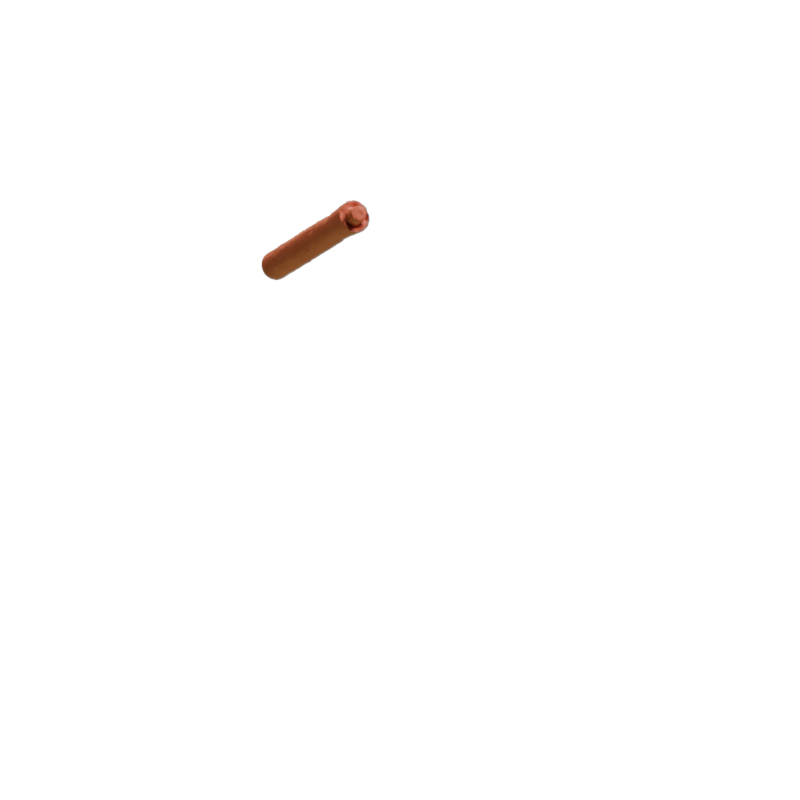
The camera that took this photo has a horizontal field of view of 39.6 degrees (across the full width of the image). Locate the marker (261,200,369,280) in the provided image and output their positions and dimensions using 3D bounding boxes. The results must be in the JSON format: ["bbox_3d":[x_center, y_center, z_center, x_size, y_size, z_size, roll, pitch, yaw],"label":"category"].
[{"bbox_3d":[-0.052,-0.094,0.659,0.019,0.020,0.122,-2,-7,-29],"label":"marker"}]
